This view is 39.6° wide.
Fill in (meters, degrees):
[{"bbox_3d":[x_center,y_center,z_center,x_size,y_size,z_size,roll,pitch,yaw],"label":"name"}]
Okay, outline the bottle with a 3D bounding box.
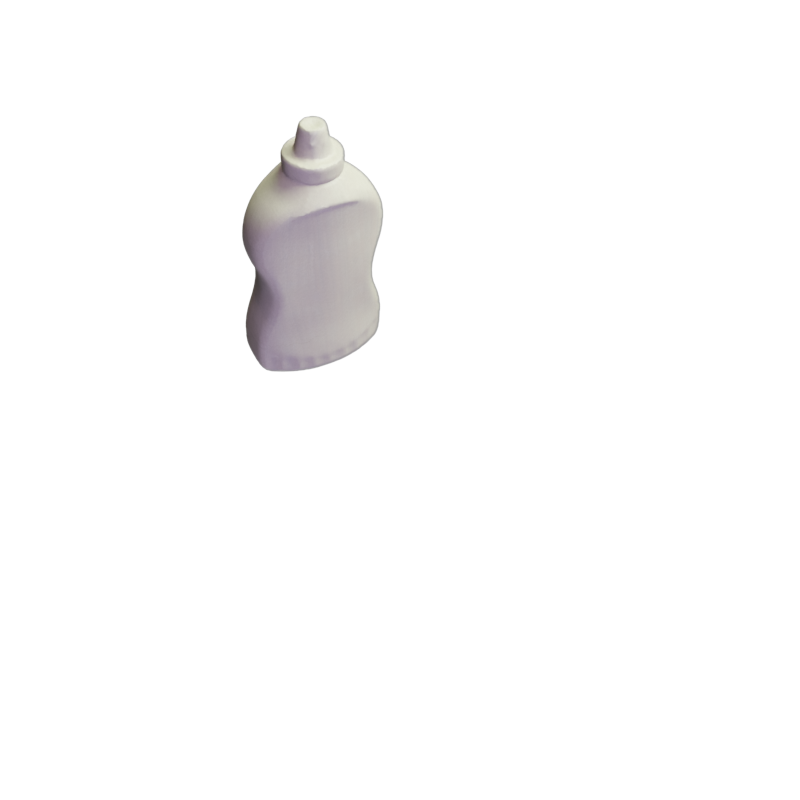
[{"bbox_3d":[-0.059,-0.107,0.749,0.095,0.179,0.063,-17,48,-20],"label":"bottle"}]
